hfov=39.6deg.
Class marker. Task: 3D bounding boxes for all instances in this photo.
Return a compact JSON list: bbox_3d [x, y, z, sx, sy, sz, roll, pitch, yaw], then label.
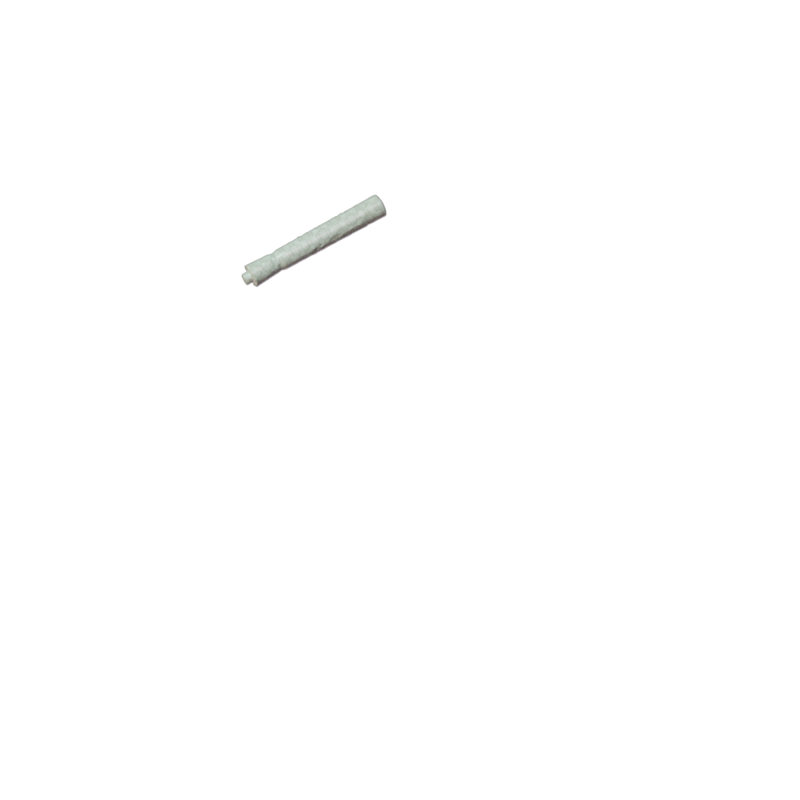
[{"bbox_3d":[-0.066,-0.119,0.837,0.121,0.019,0.020,-31,12,-13],"label":"marker"}]
